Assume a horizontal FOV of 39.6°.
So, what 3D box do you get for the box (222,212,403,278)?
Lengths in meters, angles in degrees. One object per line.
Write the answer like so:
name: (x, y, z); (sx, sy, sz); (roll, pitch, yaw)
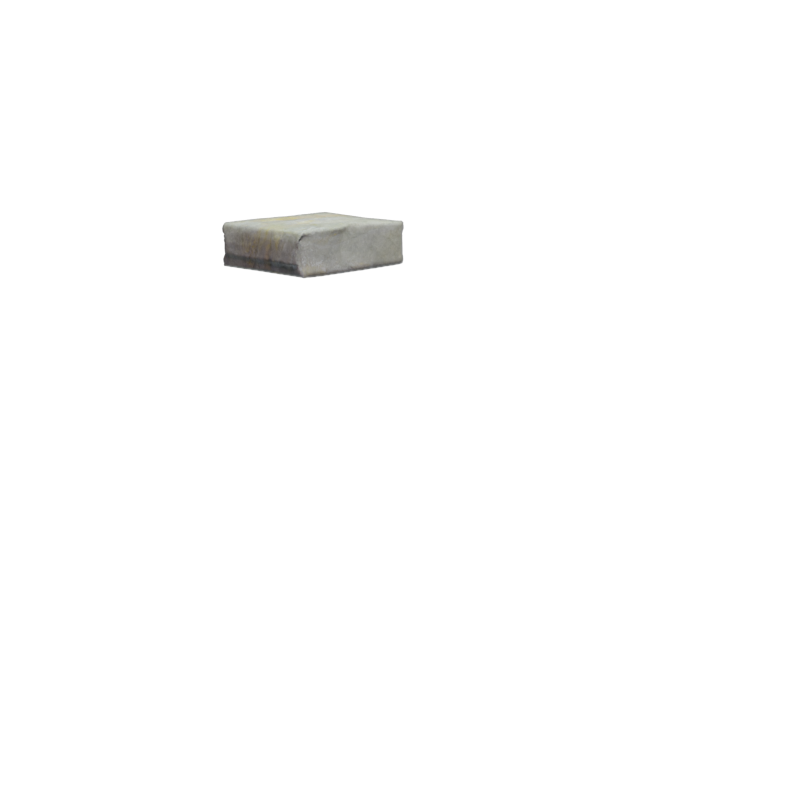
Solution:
box: (-0.054, -0.098, 0.685); (0.087, 0.029, 0.077); (-14, 20, -43)
